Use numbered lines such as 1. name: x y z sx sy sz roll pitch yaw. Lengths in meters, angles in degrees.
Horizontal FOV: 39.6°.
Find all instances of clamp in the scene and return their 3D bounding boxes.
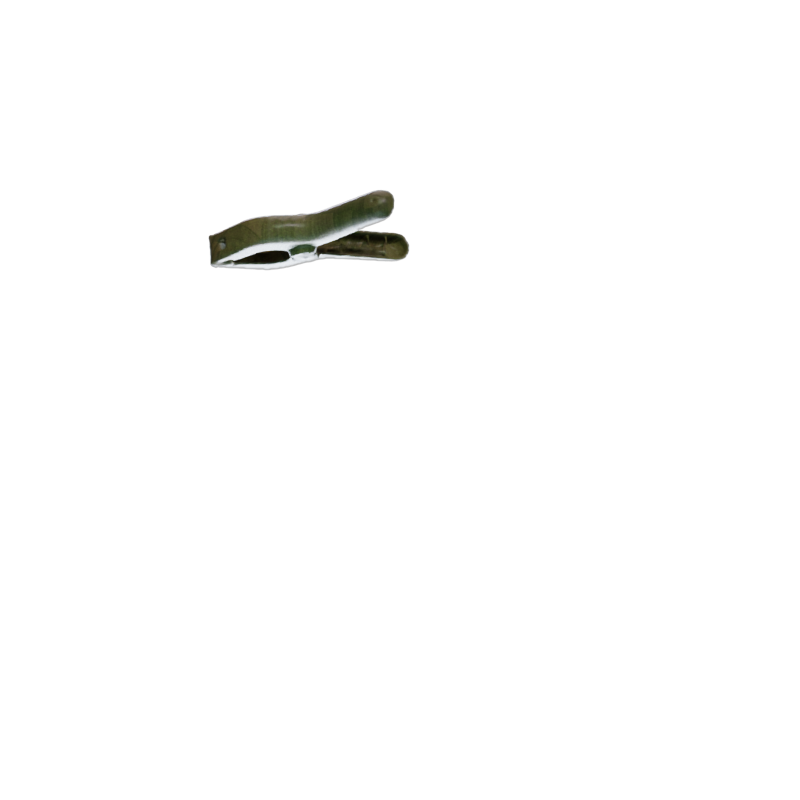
1. clamp: -0.074 -0.135 0.942 0.174 0.041 0.112 -6 -21 17
